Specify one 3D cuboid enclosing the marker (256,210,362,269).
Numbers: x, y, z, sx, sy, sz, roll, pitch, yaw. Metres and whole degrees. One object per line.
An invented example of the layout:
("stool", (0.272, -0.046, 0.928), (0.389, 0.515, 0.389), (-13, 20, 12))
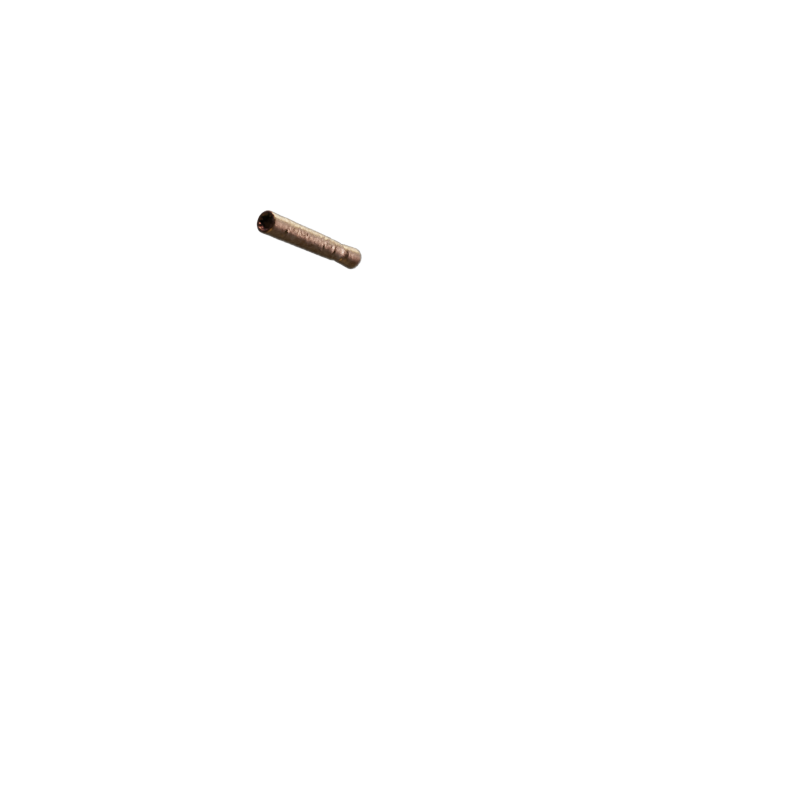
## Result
("marker", (-0.071, -0.129, 0.906), (0.021, 0.020, 0.114), (3, -8, 38))
